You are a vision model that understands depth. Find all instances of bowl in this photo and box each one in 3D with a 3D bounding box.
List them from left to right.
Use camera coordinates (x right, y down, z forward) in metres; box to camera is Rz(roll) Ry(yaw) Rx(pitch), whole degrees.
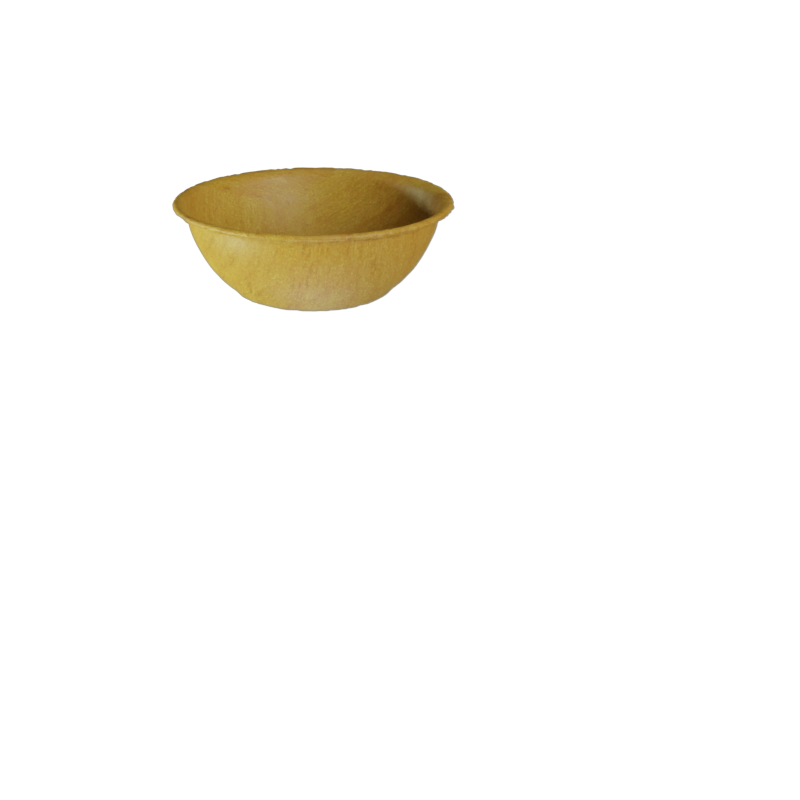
[{"bbox_3d":[-0.051,-0.092,0.646,0.162,0.053,0.170,-1,23,-2],"label":"bowl"}]
